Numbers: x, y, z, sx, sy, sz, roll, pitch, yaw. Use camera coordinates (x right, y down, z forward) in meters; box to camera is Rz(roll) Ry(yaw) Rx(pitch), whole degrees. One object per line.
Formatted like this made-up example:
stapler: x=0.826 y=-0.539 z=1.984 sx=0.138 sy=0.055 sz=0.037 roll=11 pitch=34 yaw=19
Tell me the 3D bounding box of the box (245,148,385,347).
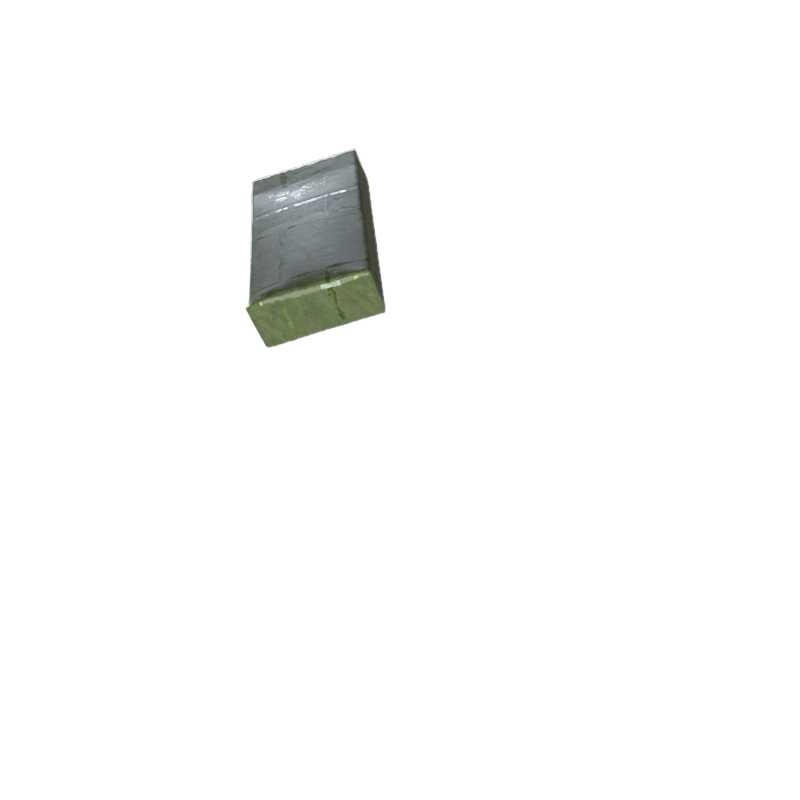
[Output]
box: x=-0.066 y=-0.120 z=0.842 sx=0.094 sy=0.045 sz=0.188 roll=-16 pitch=36 yaw=8
